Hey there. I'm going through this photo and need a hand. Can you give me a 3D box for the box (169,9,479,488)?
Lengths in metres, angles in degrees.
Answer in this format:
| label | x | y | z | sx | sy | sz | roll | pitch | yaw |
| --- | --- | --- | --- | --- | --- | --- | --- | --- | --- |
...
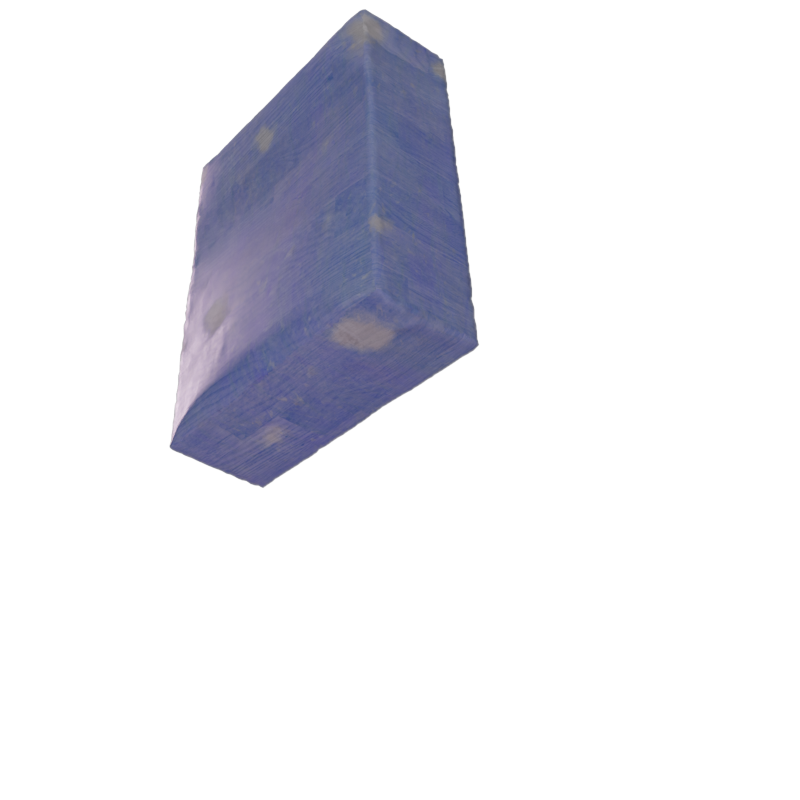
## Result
| label | x | y | z | sx | sy | sz | roll | pitch | yaw |
| --- | --- | --- | --- | --- | --- | --- | --- | --- | --- |
| box | -0.047 | -0.086 | 0.605 | 0.068 | 0.229 | 0.162 | 29 | -48 | -33 |
